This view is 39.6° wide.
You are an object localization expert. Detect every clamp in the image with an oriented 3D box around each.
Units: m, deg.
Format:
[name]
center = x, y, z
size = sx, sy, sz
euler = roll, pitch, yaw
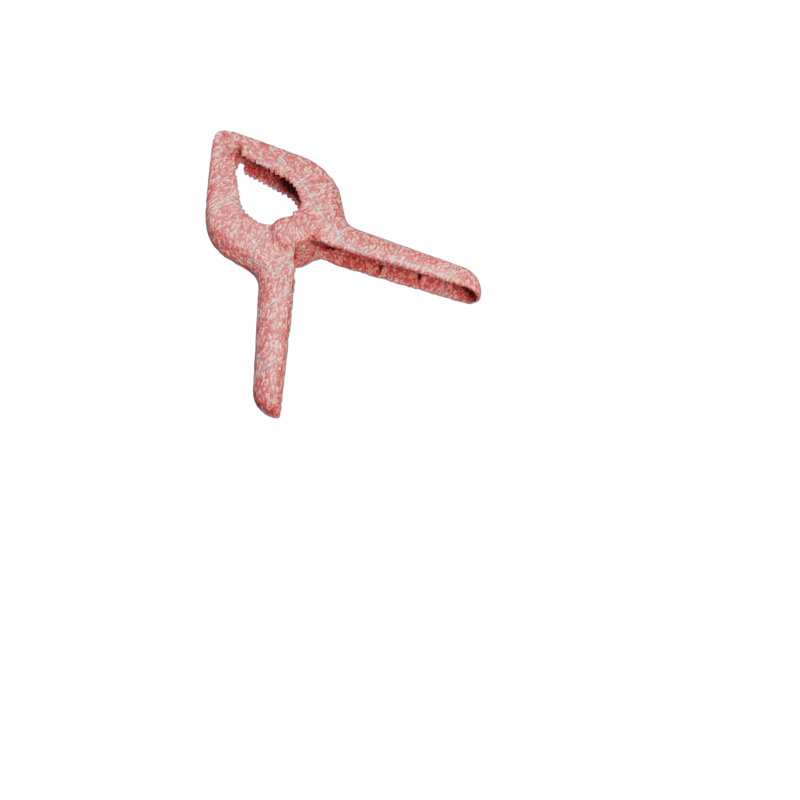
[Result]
[clamp]
center = -0.058, -0.106, 0.740
size = 0.164, 0.225, 0.034
euler = -23, -29, -14
